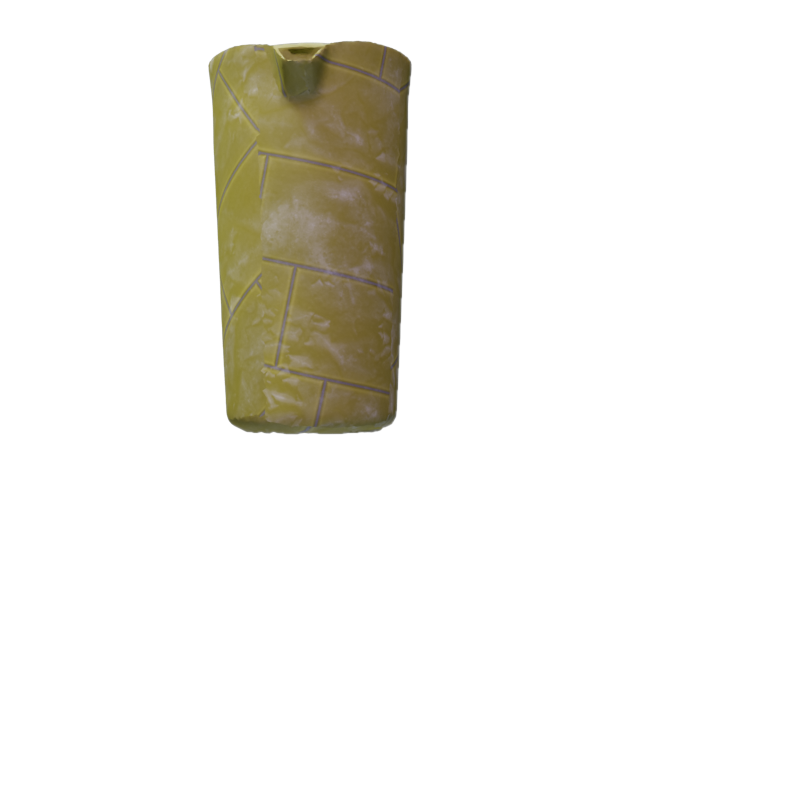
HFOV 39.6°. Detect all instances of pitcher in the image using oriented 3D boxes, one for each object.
[{"bbox_3d":[-0.057,-0.104,0.726,0.143,0.247,0.149,4,-6,-44],"label":"pitcher"}]
